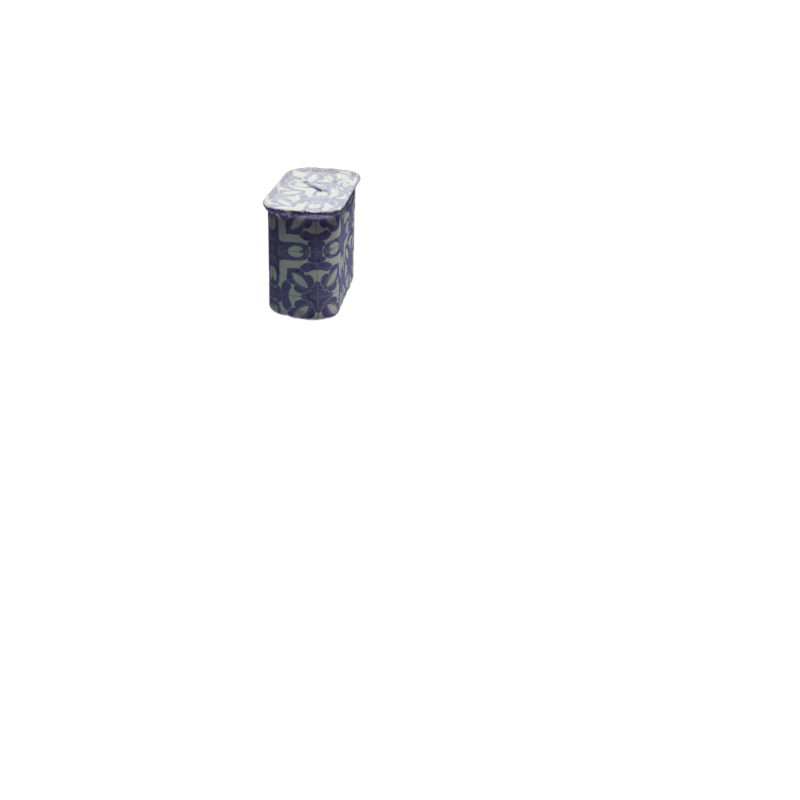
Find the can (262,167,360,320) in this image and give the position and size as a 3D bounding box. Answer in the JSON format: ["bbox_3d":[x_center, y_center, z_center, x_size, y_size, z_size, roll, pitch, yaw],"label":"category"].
[{"bbox_3d":[-0.064,-0.116,0.815,0.058,0.080,0.106,5,26,8],"label":"can"}]
